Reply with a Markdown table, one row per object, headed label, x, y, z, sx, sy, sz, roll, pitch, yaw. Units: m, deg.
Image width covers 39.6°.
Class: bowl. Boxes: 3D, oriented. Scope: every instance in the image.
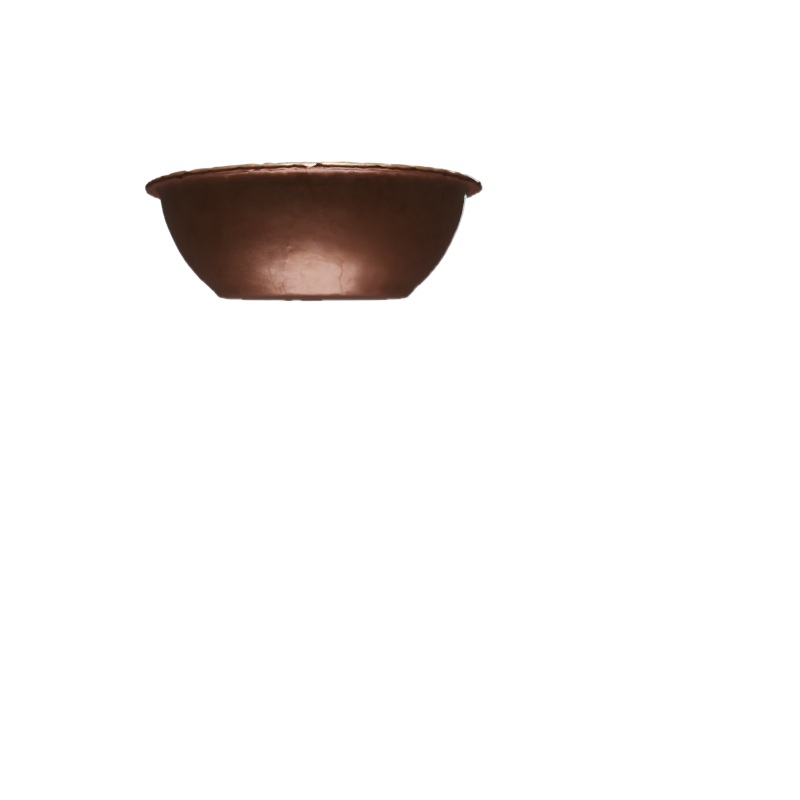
| label | x | y | z | sx | sy | sz | roll | pitch | yaw |
| --- | --- | --- | --- | --- | --- | --- | --- | --- | --- |
| bowl | -0.042 | -0.076 | 0.534 | 0.162 | 0.055 | 0.162 | 0 | 3 | -2 |
